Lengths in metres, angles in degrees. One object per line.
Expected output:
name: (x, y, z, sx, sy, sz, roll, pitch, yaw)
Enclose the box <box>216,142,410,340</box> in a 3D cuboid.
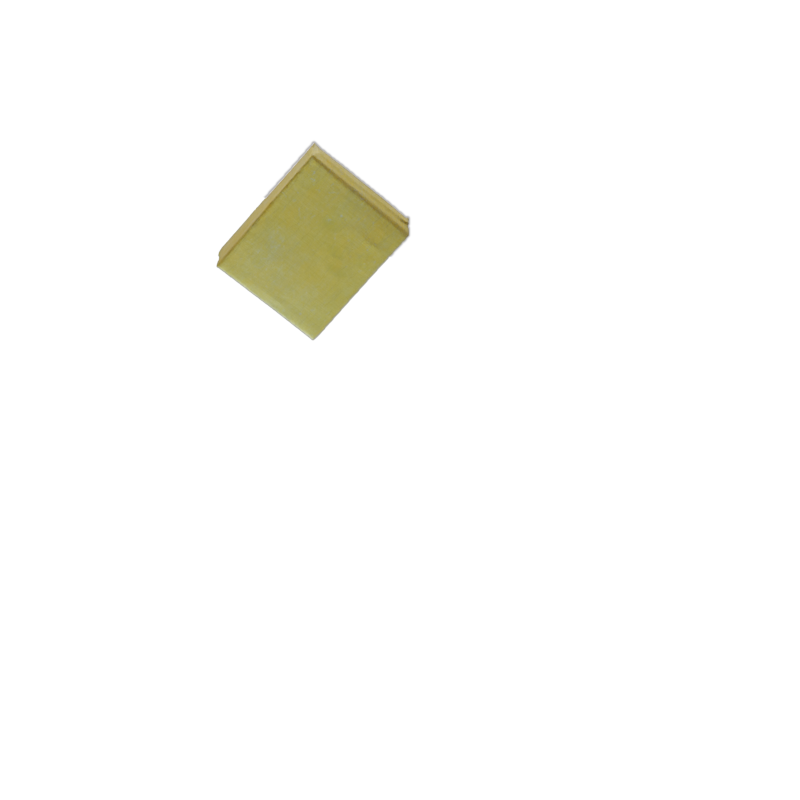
box: (-0.050, -0.091, 0.635, 0.071, 0.088, 0.032, 38, 16, -14)
